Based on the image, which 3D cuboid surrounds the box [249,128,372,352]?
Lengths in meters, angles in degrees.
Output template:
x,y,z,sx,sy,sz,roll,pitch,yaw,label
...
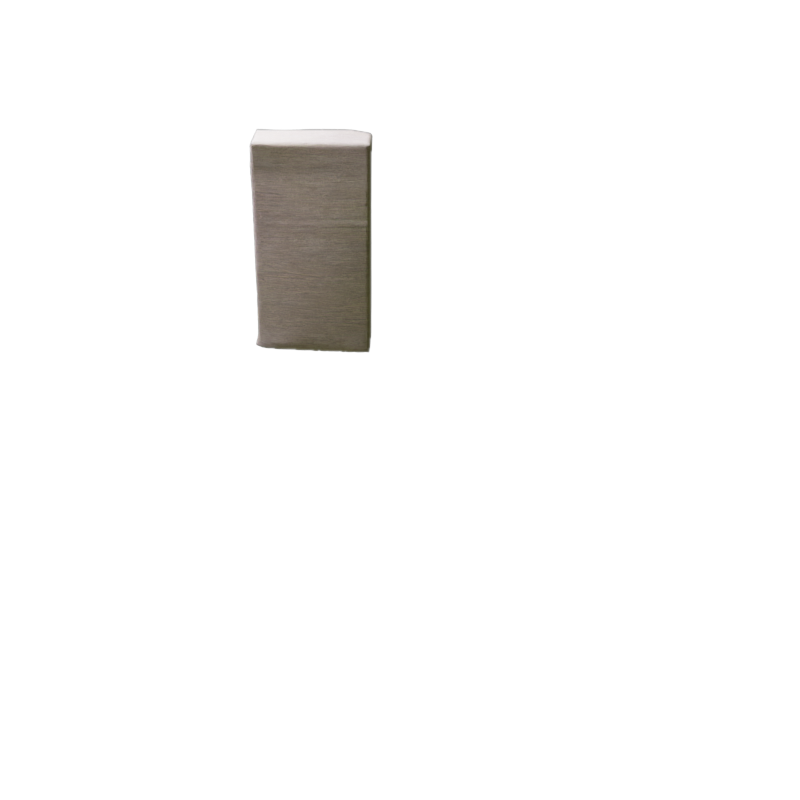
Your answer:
x,y,z,sx,sy,sz,roll,pitch,yaw,label
-0.068,-0.125,0.874,0.094,0.168,0.050,3,22,3,box
